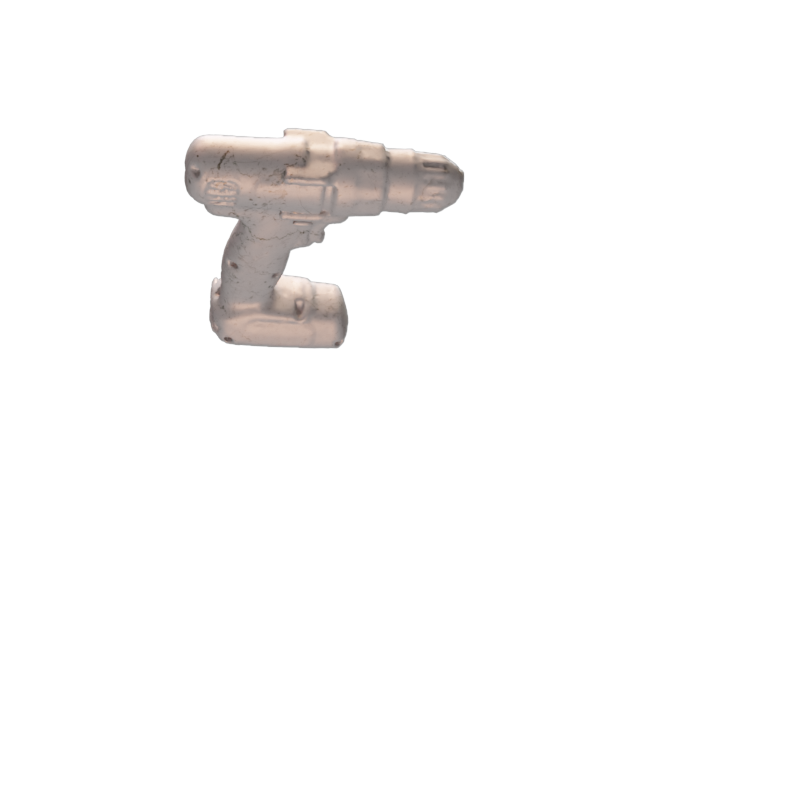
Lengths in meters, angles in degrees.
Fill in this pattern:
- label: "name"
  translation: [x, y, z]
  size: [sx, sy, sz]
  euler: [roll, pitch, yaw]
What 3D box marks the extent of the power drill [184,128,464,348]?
- label: "power drill"
  translation: [-0.061, -0.111, 0.780]
  size: [0.183, 0.062, 0.176]
  euler: [5, -38, -7]
